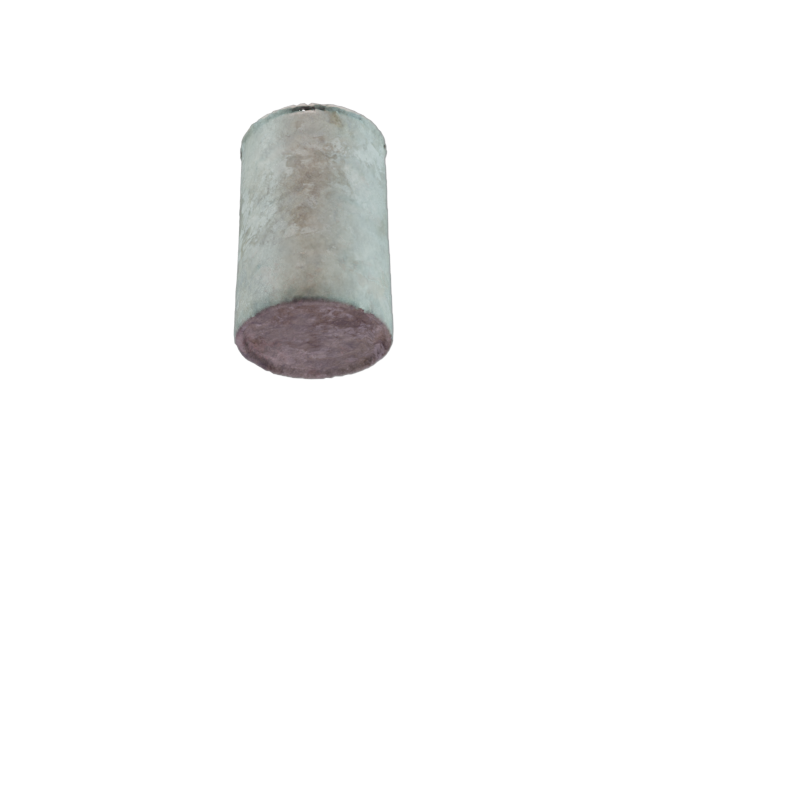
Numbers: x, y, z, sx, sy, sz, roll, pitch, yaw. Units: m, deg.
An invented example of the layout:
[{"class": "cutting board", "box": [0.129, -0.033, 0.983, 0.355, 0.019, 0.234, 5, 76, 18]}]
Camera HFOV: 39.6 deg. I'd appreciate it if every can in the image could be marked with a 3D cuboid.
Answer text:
[{"class": "can", "box": [-0.038, -0.069, 0.485, 0.068, 0.109, 0.064, -1, -31, -2]}]
